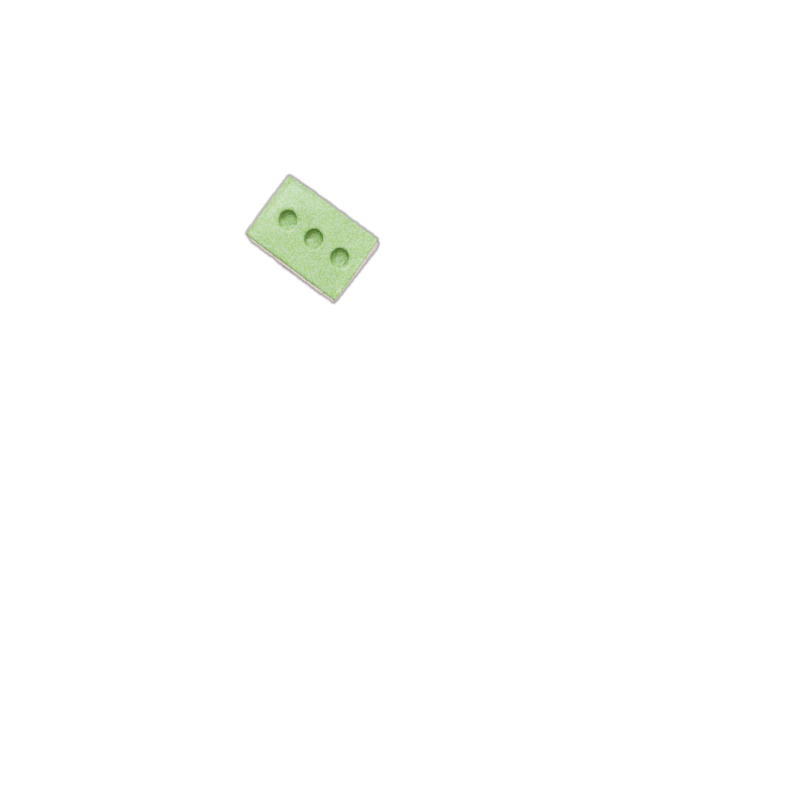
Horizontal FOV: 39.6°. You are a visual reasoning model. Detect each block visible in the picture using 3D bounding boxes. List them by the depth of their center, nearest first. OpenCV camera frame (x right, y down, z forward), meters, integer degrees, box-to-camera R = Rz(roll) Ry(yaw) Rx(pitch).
[{"bbox_3d":[-0.060,-0.110,0.771,0.078,0.053,0.051,36,-3,1],"label":"block"}]
